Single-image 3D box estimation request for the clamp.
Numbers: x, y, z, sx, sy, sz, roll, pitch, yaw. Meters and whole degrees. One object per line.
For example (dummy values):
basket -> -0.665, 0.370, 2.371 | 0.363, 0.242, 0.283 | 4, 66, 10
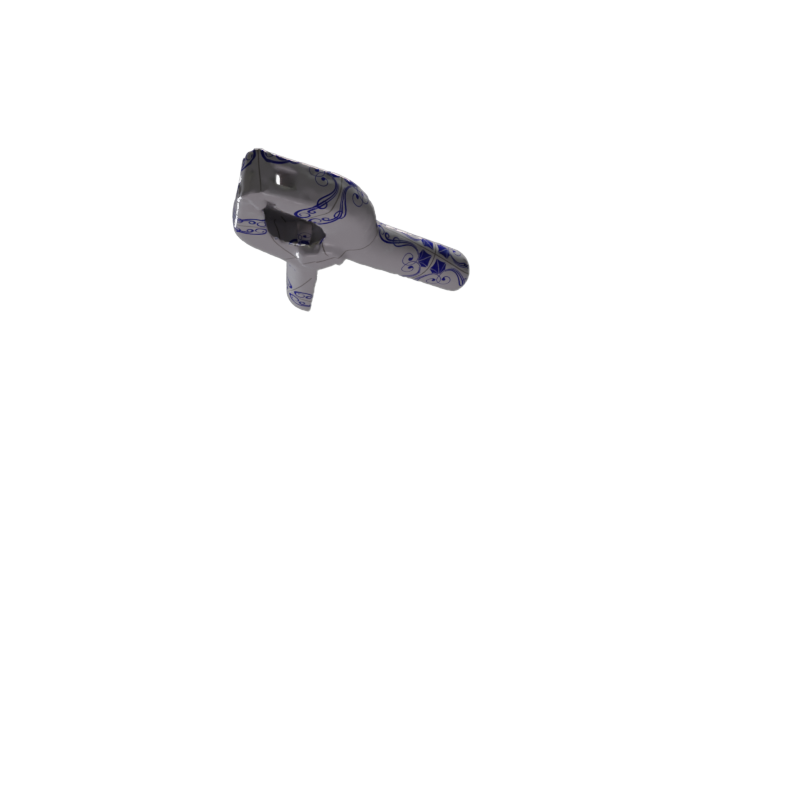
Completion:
clamp -> -0.050, -0.092, 0.642 | 0.122, 0.042, 0.160 | -16, -29, 31
